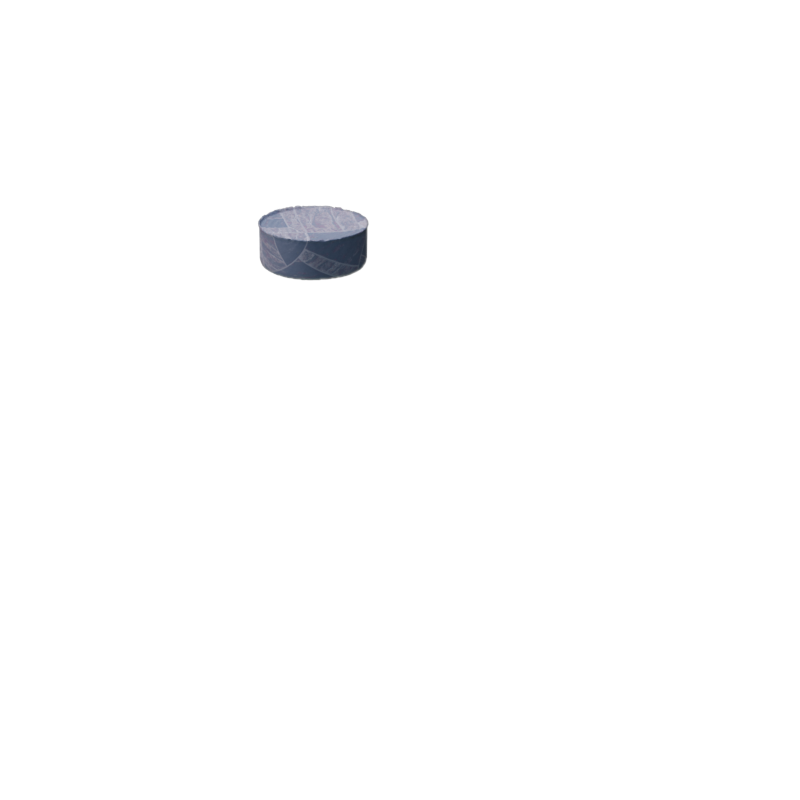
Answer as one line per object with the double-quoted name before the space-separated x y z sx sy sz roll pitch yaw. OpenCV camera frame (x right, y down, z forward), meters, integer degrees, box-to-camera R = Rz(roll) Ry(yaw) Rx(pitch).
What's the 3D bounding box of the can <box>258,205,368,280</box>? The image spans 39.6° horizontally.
"can" -0.068 -0.124 0.866 0.086 0.032 0.090 -1 26 -2
